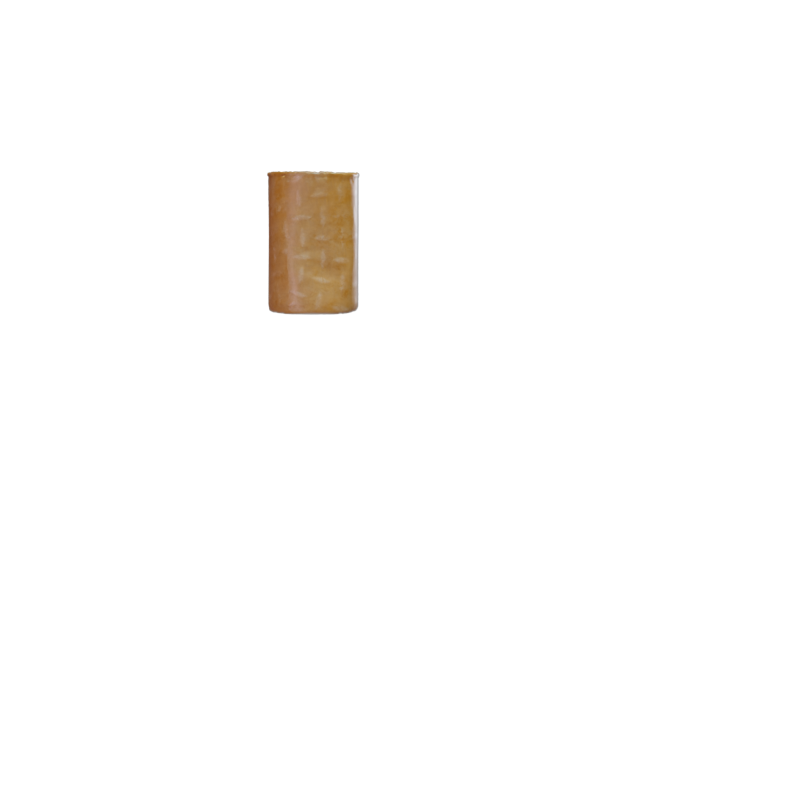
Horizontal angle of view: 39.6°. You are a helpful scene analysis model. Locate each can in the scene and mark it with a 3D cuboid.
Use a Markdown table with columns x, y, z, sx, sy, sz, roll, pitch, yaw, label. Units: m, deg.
| x | y | z | sx | sy | sz | roll | pitch | yaw | label |
| --- | --- | --- | --- | --- | --- | --- | --- | --- | --- |
| -0.064 | -0.117 | 0.816 | 0.068 | 0.101 | 0.069 | 0 | 4 | -2 | can |
